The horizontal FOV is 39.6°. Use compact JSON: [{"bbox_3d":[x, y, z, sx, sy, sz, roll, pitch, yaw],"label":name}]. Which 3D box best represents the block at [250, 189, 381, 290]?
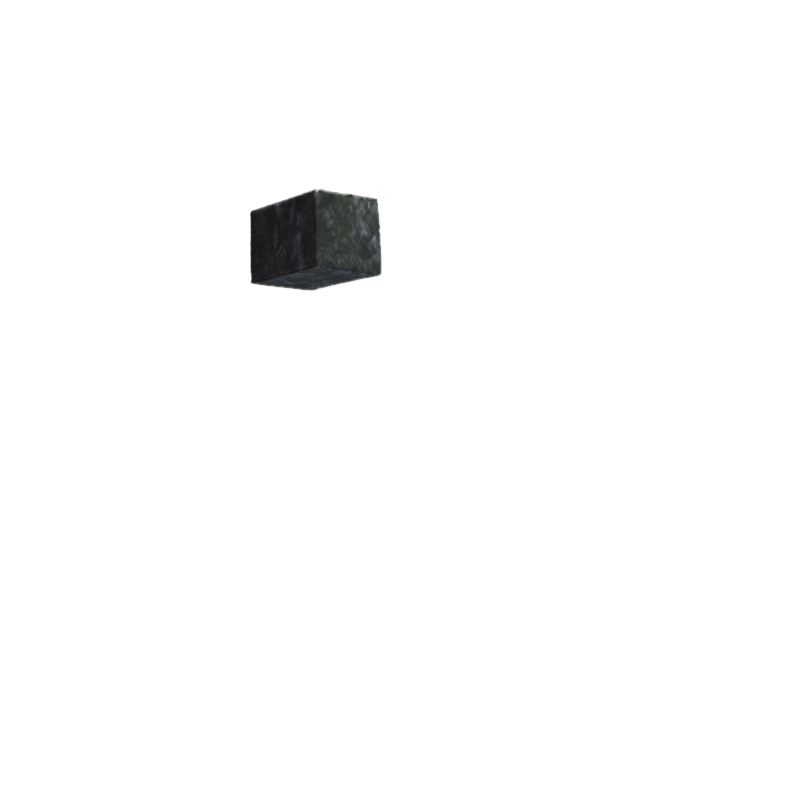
[{"bbox_3d":[-0.057,-0.103,0.723,0.050,0.052,0.080,6,-8,-39],"label":"block"}]
